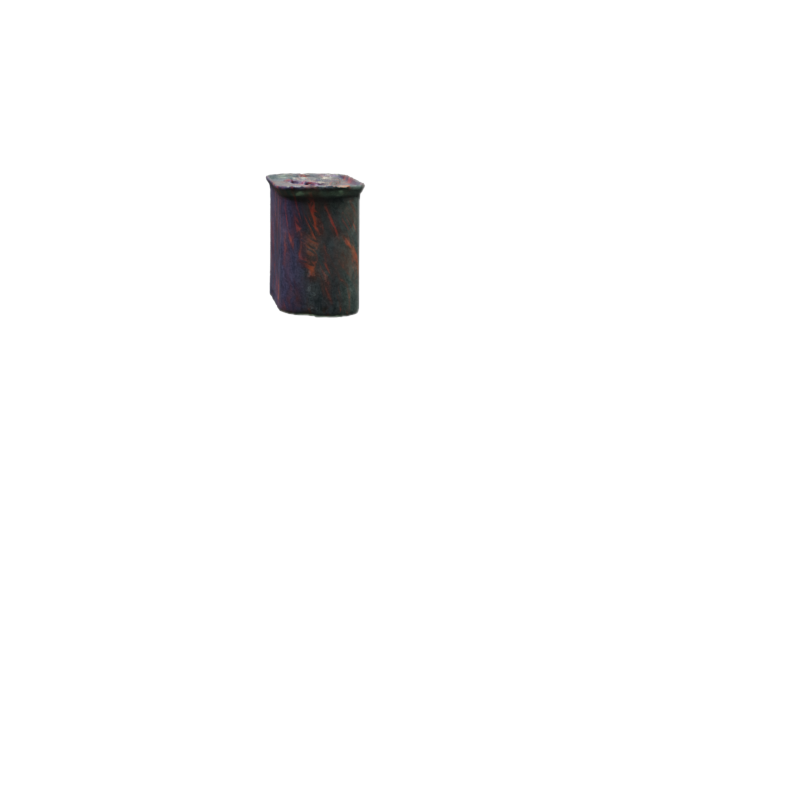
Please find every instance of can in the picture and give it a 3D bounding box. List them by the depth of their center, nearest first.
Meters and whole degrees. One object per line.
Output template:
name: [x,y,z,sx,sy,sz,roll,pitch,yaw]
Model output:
can: [-0.058,-0.105,0.735,0.057,0.082,0.106,-2,13,-11]
